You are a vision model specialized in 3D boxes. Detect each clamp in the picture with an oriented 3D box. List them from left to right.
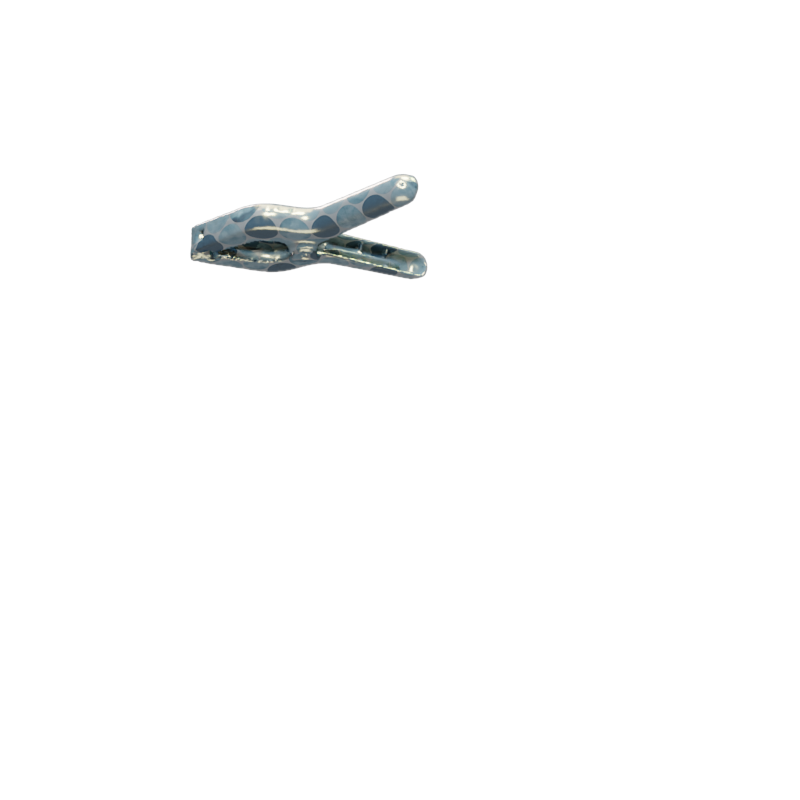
[{"bbox_3d":[-0.075,-0.138,0.963,0.213,0.038,0.154,-5,-21,12],"label":"clamp"}]
